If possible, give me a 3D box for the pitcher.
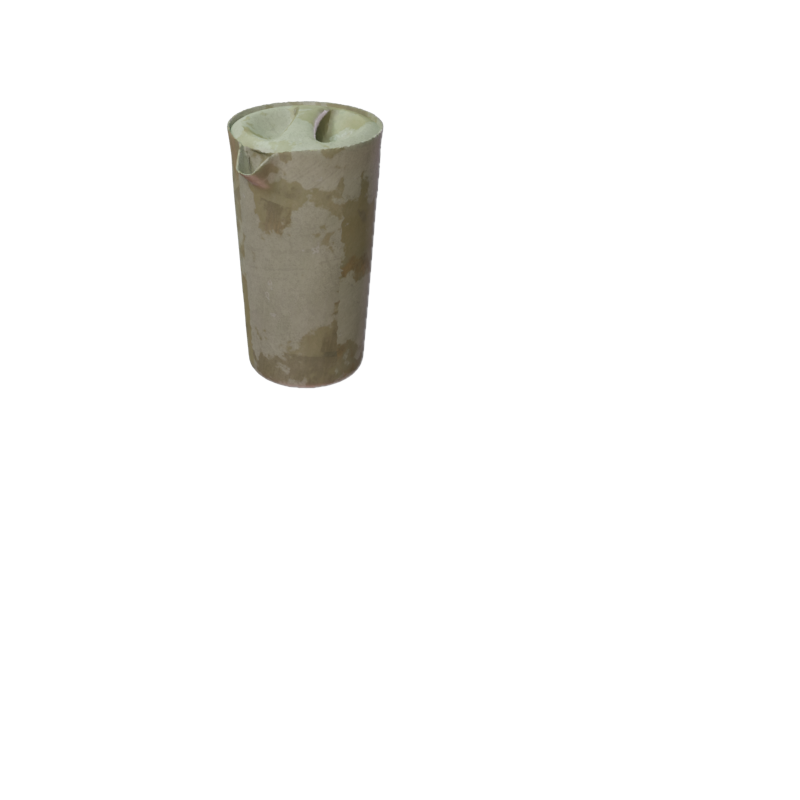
[{"bbox_3d":[-0.078,-0.143,0.999,0.147,0.230,0.155,-5,29,-11],"label":"pitcher"}]
